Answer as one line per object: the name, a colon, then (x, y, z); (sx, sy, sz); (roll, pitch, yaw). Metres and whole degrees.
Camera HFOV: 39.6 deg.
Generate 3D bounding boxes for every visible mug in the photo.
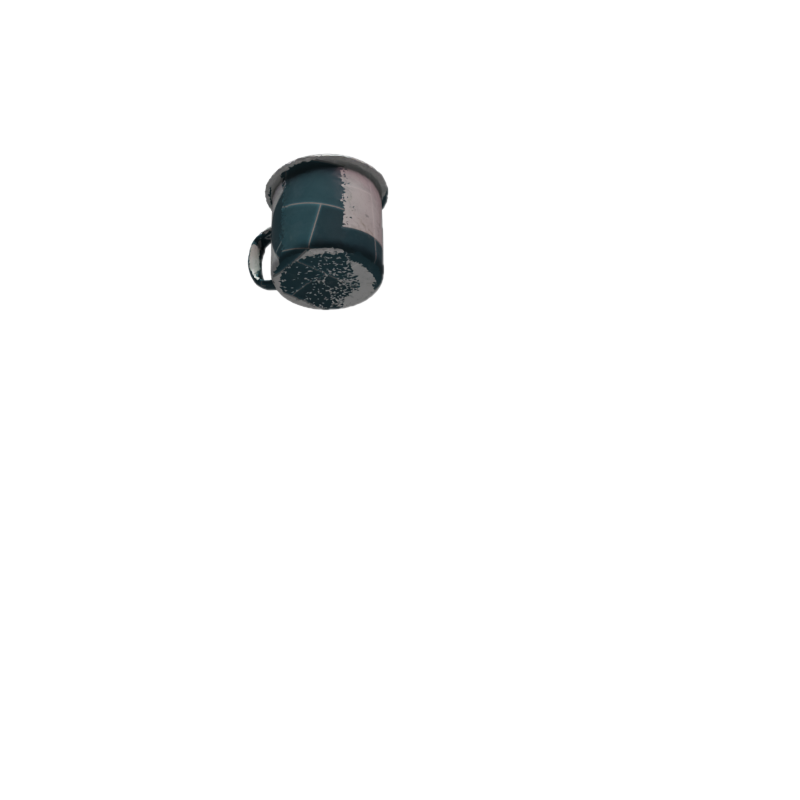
mug: (-0.064, -0.117, 0.817); (0.118, 0.087, 0.086); (-18, -36, 25)
